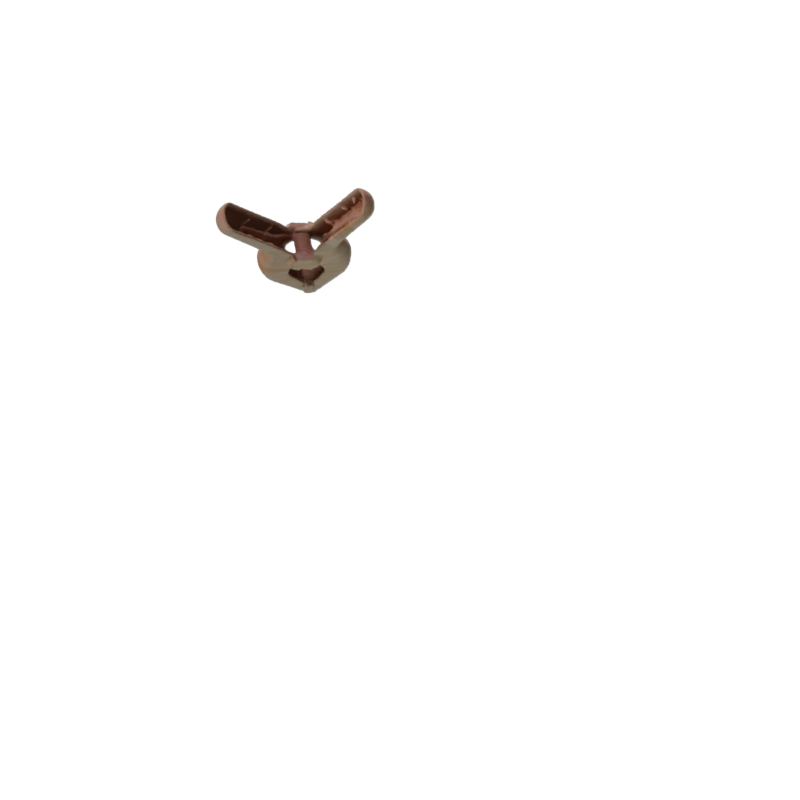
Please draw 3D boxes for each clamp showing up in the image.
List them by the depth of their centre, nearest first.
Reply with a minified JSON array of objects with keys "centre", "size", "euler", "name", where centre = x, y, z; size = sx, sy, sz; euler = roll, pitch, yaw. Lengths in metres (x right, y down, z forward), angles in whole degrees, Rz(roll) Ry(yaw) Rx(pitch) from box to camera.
[{"centre":[-0.071,-0.129,0.904],"size":[0.122,0.041,0.163],"euler":[-2,-11,10],"name":"clamp"}]
